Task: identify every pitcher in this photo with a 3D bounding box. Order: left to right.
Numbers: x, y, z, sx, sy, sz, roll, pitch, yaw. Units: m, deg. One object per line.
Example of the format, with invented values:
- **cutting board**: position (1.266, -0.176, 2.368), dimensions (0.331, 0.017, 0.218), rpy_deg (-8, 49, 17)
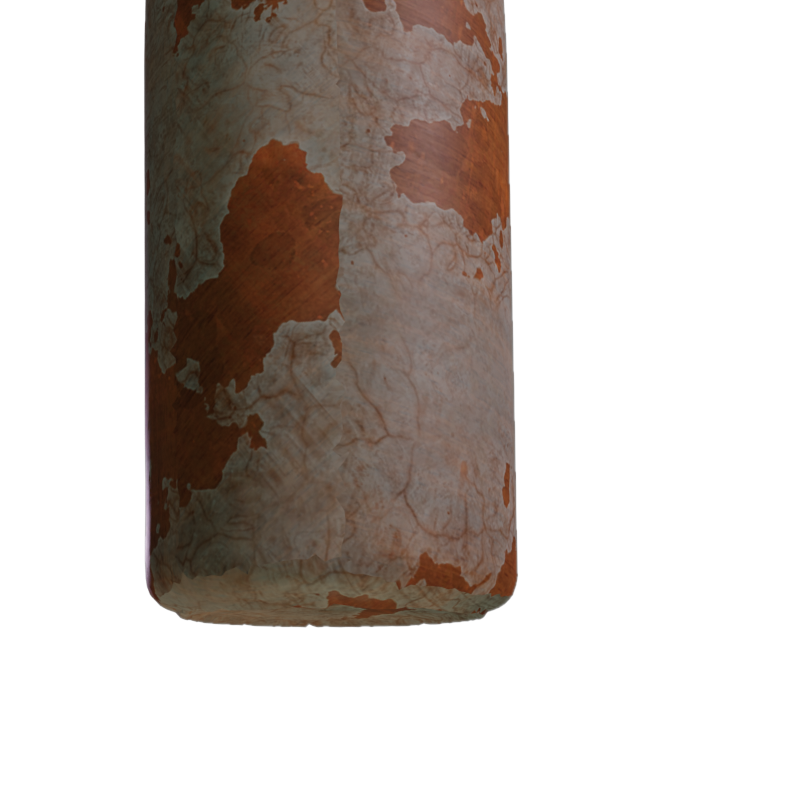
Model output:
- **pitcher**: position (-0.029, -0.053, 0.374), dimensions (0.147, 0.255, 0.140), rpy_deg (-6, -20, 12)
